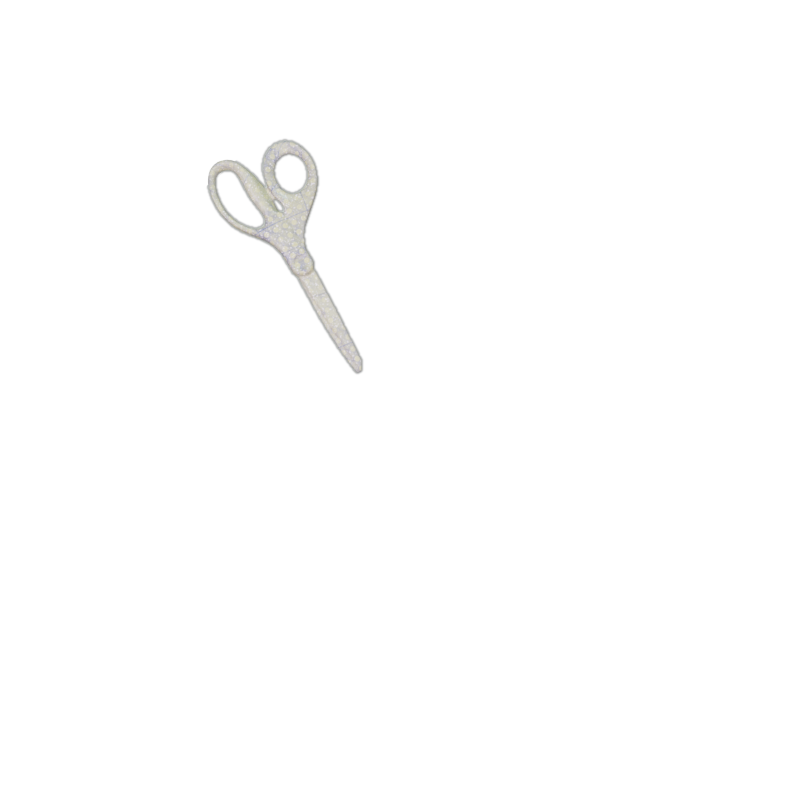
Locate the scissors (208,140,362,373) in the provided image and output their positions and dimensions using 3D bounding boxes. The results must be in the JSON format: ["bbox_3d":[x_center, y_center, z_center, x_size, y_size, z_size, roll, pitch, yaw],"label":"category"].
[{"bbox_3d":[-0.069,-0.126,0.880,0.097,0.208,0.015,-42,-12,-11],"label":"scissors"}]
